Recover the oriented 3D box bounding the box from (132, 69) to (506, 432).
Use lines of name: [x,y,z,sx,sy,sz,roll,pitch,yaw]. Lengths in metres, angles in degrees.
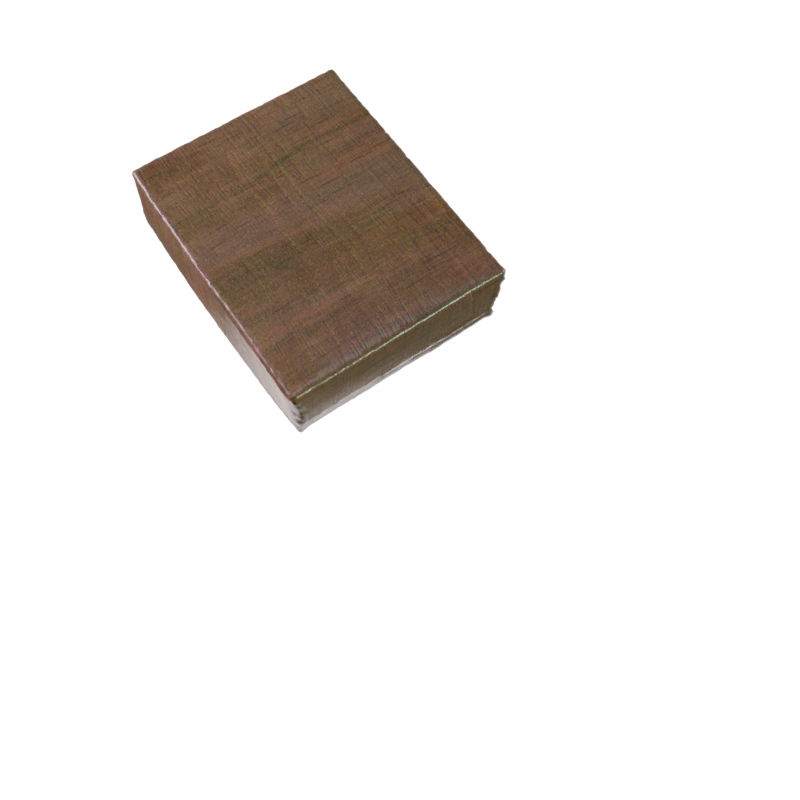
box: [-0.032,-0.058,0.408,0.090,0.120,0.037,-31,-23,-15]
